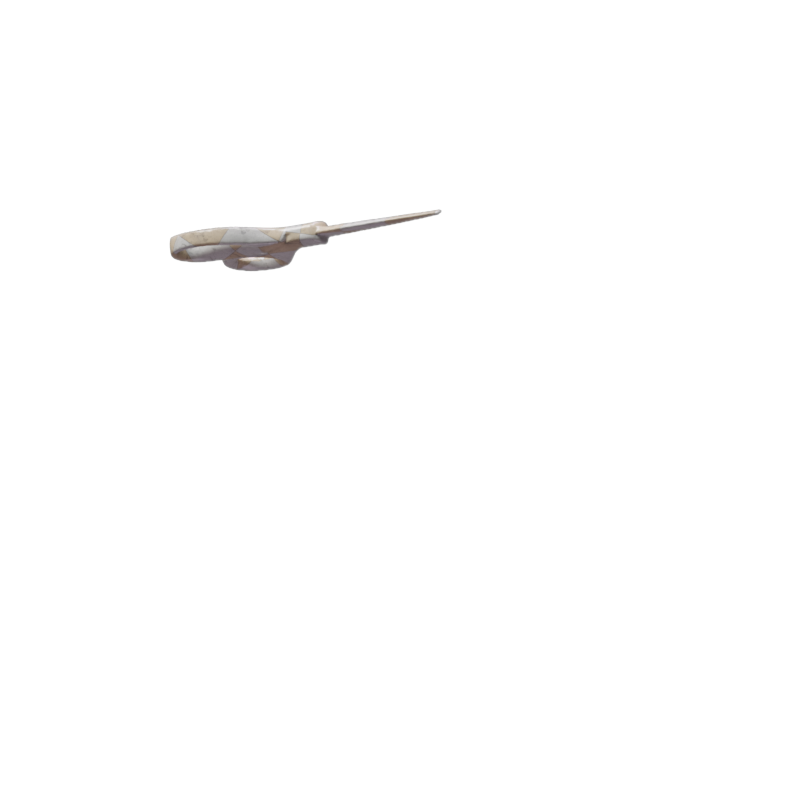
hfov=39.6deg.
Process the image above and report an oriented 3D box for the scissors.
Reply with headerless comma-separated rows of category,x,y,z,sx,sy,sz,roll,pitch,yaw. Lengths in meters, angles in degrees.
scissors,-0.060,-0.109,0.760,0.206,0.016,0.092,-2,-6,19
